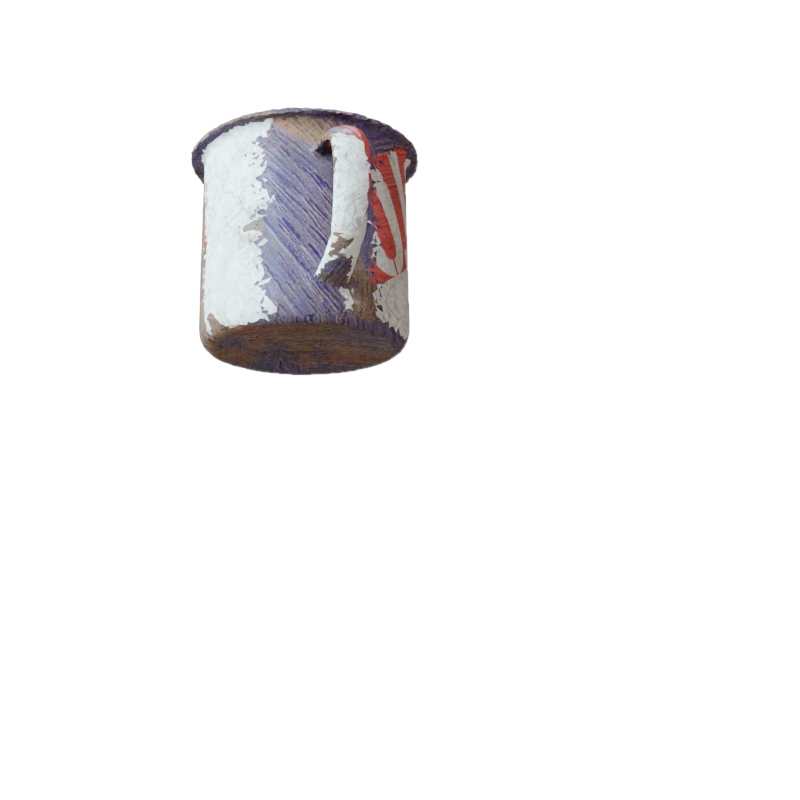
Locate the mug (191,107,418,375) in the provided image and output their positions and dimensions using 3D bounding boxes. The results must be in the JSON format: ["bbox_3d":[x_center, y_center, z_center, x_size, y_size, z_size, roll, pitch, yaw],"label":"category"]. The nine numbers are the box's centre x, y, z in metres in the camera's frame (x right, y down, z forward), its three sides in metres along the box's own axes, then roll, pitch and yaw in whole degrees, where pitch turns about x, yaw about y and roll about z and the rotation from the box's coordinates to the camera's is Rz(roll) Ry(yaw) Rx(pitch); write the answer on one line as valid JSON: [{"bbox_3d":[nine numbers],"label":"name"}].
[{"bbox_3d":[-0.034,-0.062,0.431,0.091,0.085,0.115,6,-18,-19],"label":"mug"}]
